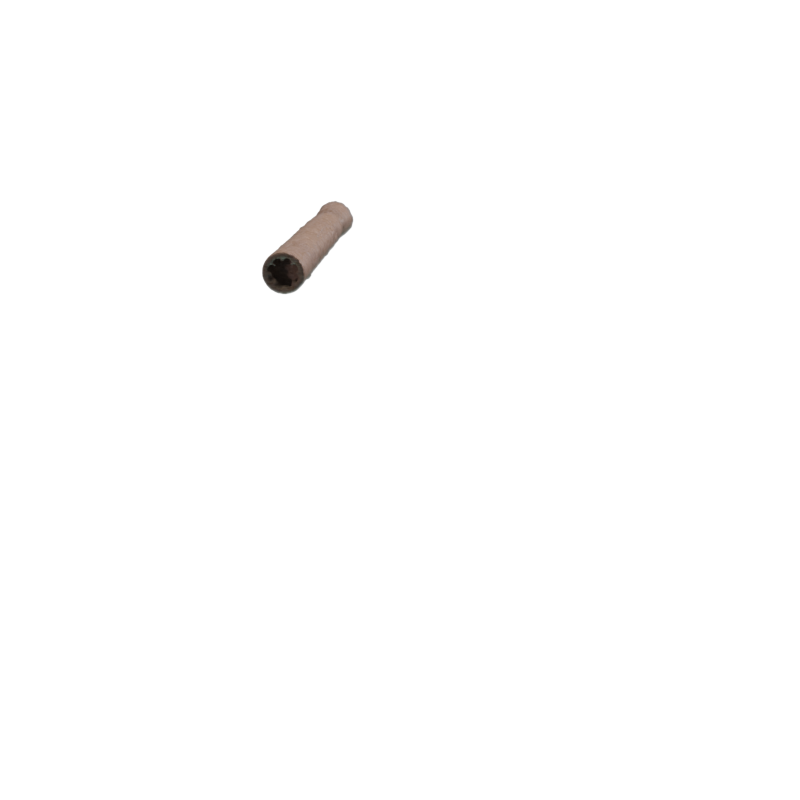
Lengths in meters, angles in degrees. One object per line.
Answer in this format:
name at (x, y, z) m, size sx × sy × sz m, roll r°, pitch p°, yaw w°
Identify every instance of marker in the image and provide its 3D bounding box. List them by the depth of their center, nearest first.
marker at (-0.041, -0.075, 0.527) m, size 0.020 × 0.019 × 0.124 m, roll 0°, pitch 20°, yaw 9°
